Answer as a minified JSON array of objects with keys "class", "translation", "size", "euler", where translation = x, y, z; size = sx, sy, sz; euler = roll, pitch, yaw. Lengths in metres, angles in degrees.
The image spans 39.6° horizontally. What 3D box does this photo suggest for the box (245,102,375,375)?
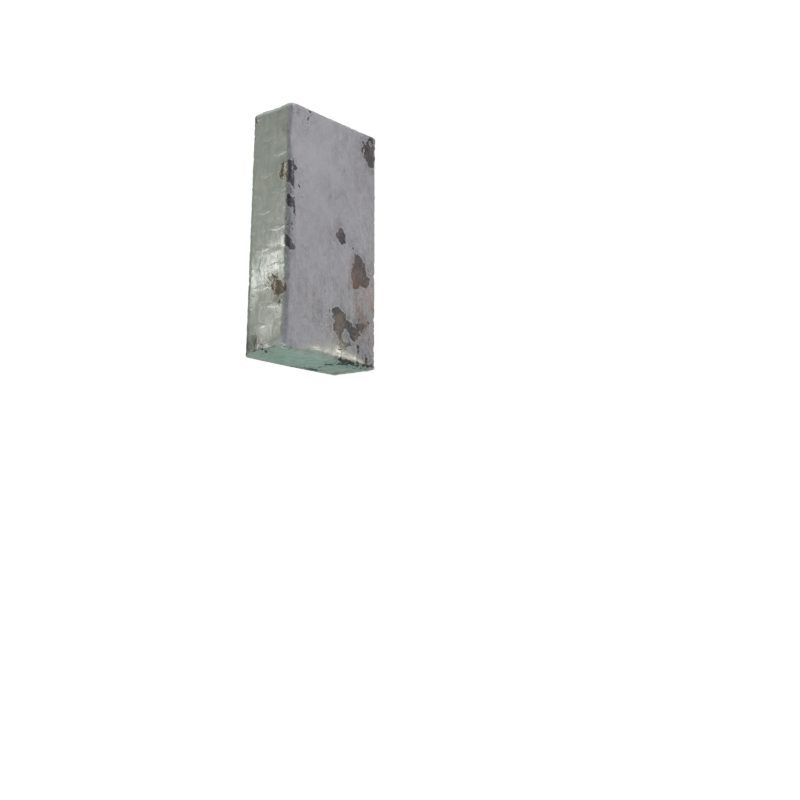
[{"class":"box","translation":[-0.062,-0.112,0.786],"size":[0.049,0.184,0.088],"euler":[-16,-22,39]}]
